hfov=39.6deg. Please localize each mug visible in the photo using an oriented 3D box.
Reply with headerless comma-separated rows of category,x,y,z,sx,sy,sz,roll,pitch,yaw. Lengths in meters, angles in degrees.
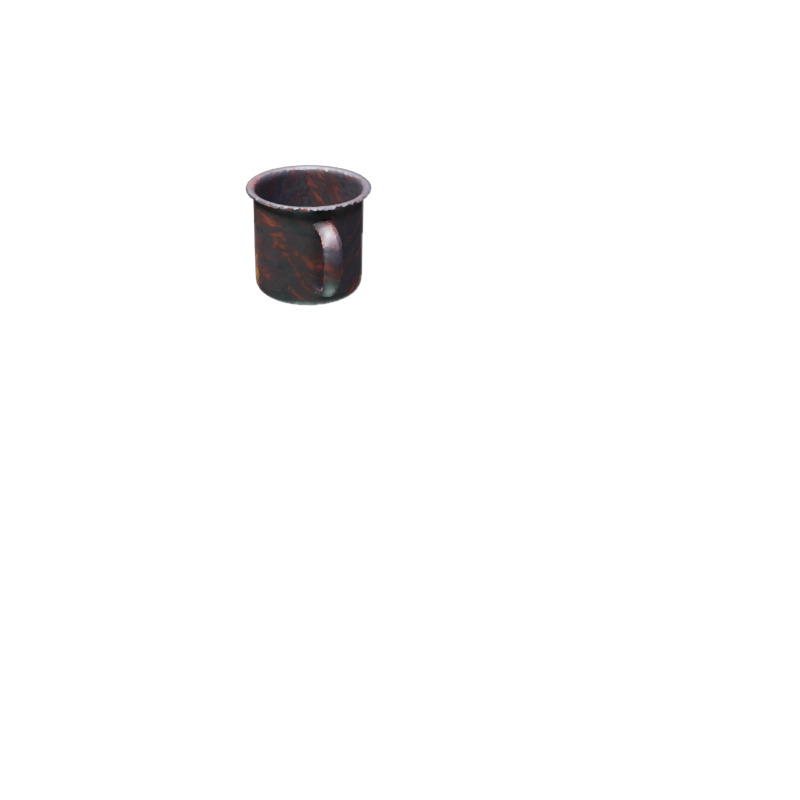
mug,-0.065,-0.118,0.824,0.092,0.077,0.126,-9,30,-18
